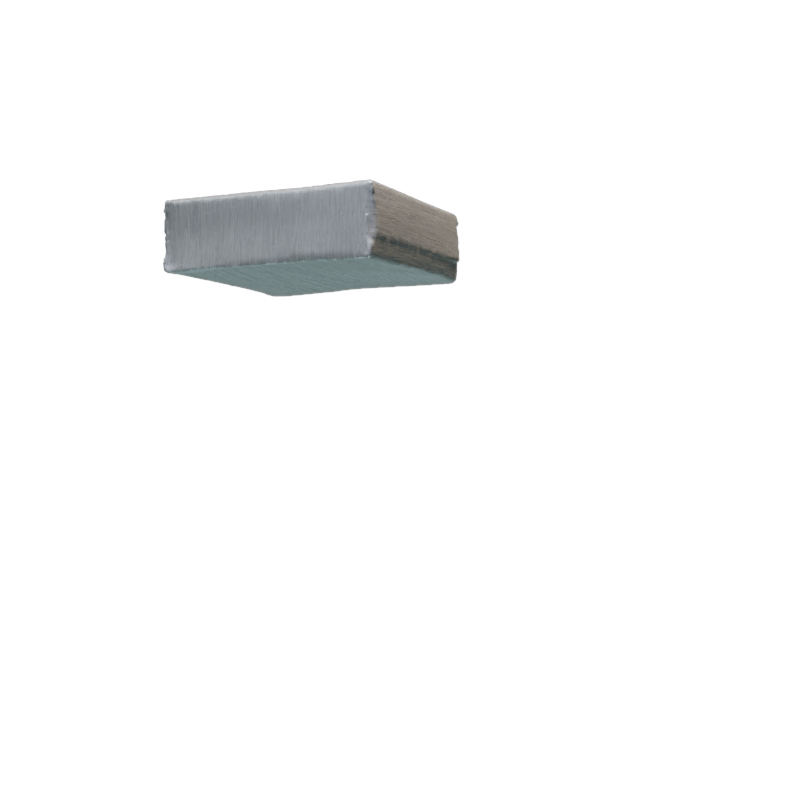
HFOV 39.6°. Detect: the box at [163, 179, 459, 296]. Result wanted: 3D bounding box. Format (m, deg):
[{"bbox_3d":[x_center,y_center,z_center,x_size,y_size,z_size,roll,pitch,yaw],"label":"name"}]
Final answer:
[{"bbox_3d":[-0.041,-0.075,0.523,0.117,0.040,0.086,-2,-5,29],"label":"box"}]
